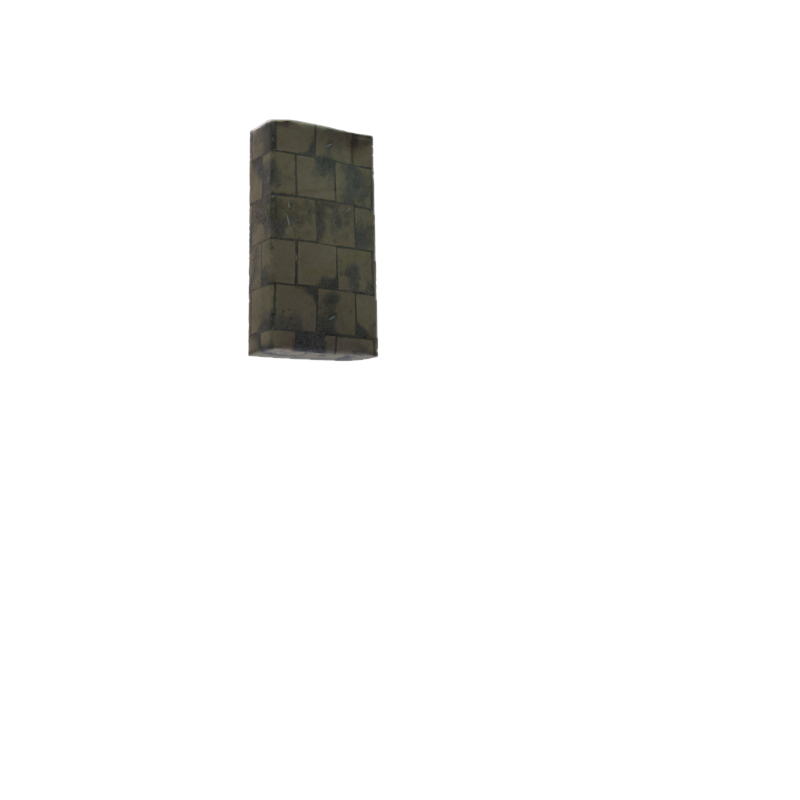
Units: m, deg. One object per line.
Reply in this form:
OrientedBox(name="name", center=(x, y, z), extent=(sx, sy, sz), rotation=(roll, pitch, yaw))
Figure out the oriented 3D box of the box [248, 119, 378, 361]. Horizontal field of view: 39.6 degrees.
OrientedBox(name="box", center=(-0.066, -0.120, 0.838), extent=(0.090, 0.181, 0.049), rotation=(5, -13, -31))
